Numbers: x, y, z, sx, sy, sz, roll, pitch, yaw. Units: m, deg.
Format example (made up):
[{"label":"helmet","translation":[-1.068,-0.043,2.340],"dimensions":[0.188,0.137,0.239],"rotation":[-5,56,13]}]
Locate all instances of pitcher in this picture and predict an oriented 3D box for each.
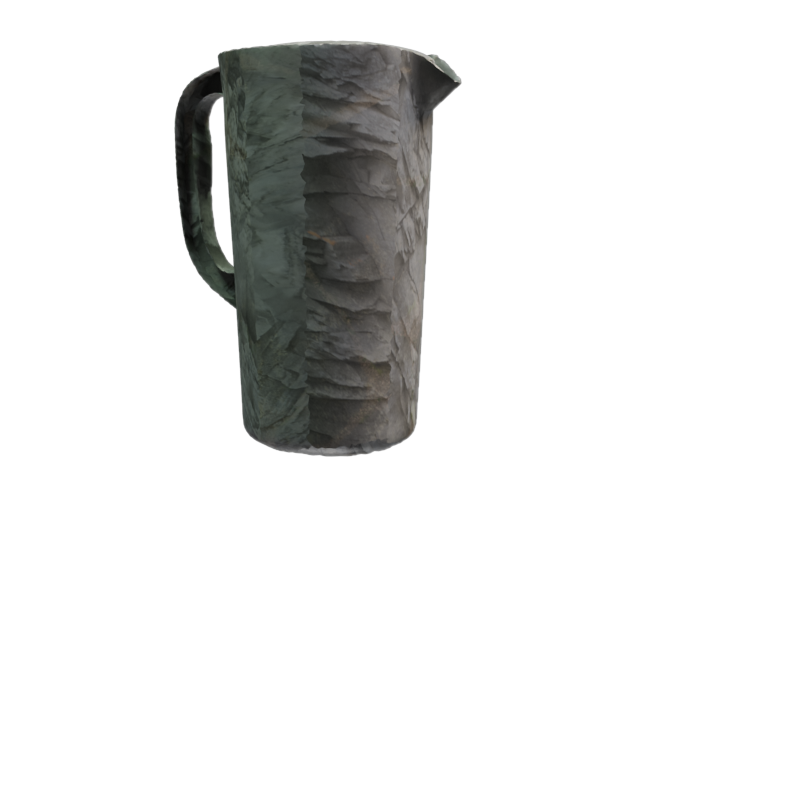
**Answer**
[{"label":"pitcher","translation":[-0.053,-0.098,0.683],"dimensions":[0.141,0.240,0.155],"rotation":[-3,8,-22]}]
